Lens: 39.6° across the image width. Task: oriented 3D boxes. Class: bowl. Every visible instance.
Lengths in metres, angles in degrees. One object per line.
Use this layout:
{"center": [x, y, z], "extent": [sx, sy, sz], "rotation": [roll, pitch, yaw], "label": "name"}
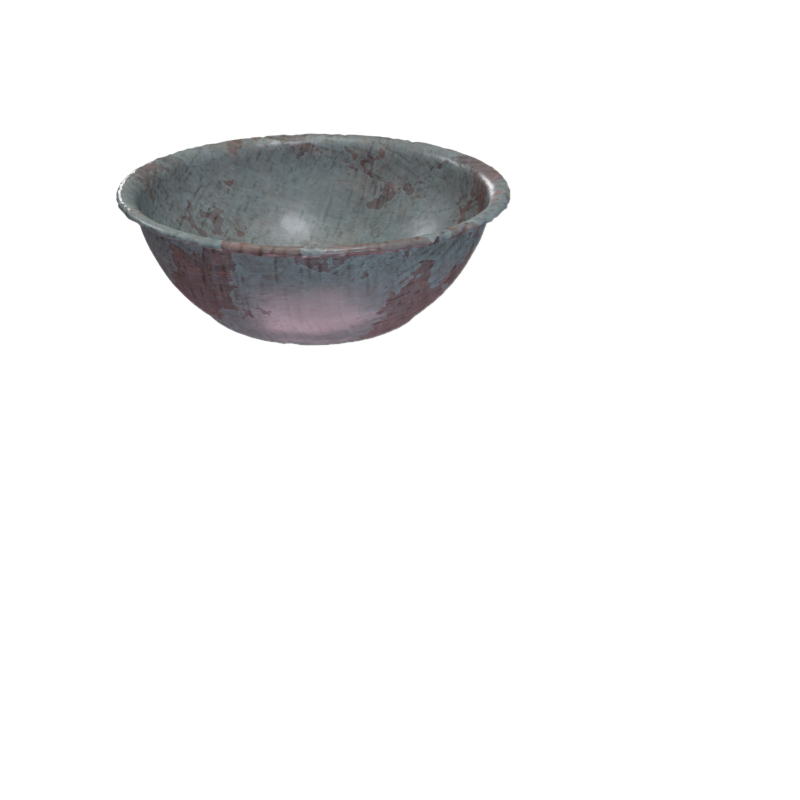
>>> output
{"center": [-0.037, -0.067, 0.467], "extent": [0.162, 0.052, 0.171], "rotation": [-1, 26, -2], "label": "bowl"}
